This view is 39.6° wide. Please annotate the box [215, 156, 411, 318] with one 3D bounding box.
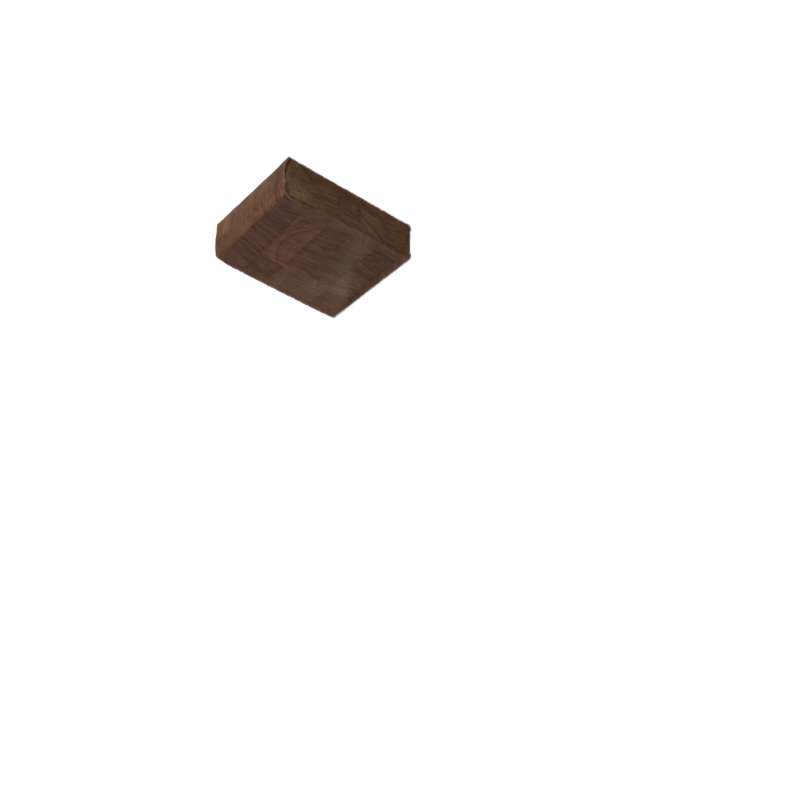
[{"bbox_3d":[-0.062,-0.113,0.790,0.107,0.042,0.089,25,-44,-30],"label":"box"}]
